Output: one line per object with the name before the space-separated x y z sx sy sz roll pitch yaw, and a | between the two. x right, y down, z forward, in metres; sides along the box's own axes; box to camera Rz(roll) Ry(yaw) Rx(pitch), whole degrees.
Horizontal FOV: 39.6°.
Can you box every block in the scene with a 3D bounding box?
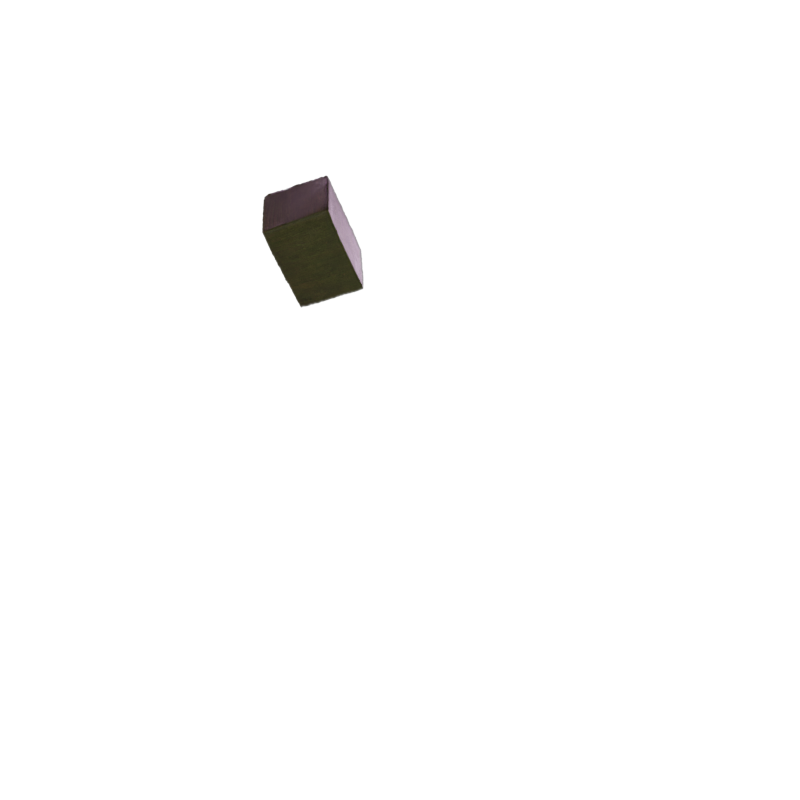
block | -0.065 -0.118 0.830 0.053 0.072 0.055 -16 37 11
